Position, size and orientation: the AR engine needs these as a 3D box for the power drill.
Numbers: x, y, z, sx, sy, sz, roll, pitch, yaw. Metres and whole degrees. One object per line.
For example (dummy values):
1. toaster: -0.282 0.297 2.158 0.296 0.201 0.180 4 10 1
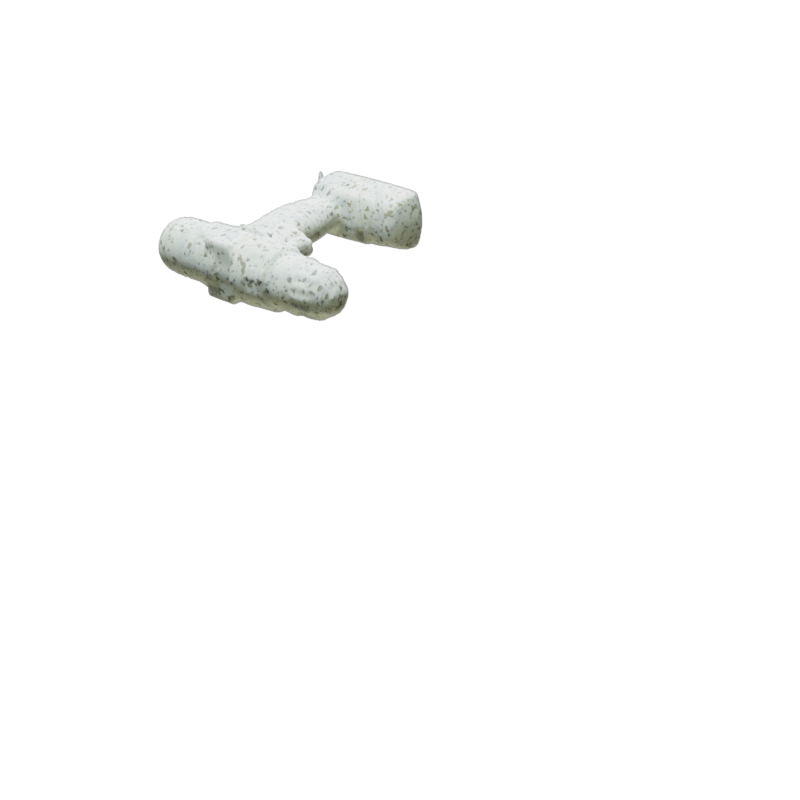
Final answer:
1. power drill: -0.068 -0.125 0.873 0.196 0.054 0.186 22 35 36
